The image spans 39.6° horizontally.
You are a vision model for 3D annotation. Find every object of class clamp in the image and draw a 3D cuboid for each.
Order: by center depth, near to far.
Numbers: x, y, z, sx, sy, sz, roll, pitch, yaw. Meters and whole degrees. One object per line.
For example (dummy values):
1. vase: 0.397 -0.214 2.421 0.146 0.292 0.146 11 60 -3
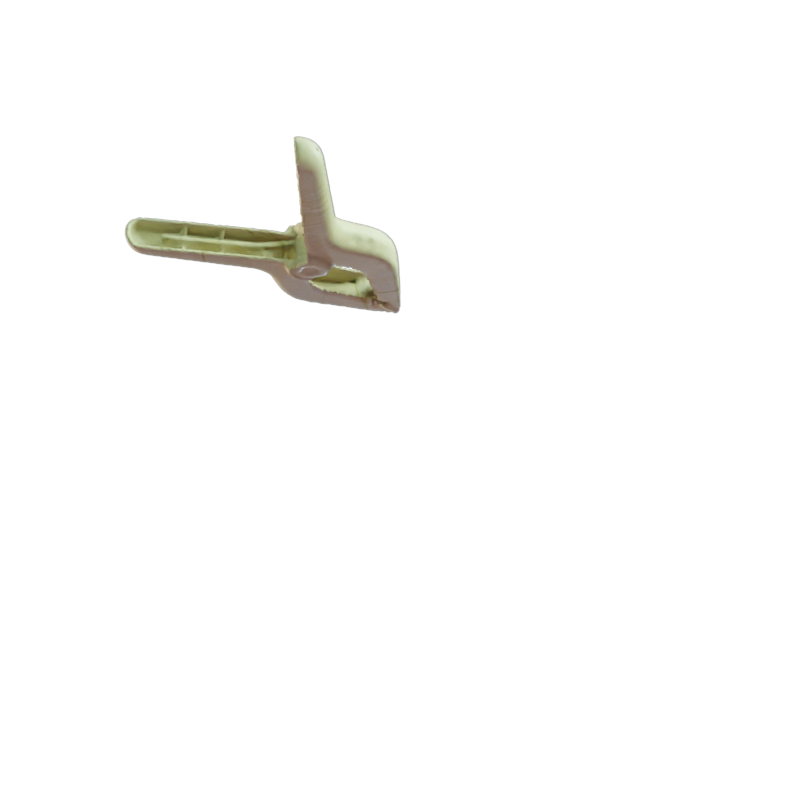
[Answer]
1. clamp: -0.060 -0.109 0.766 0.197 0.038 0.165 21 -30 -40
